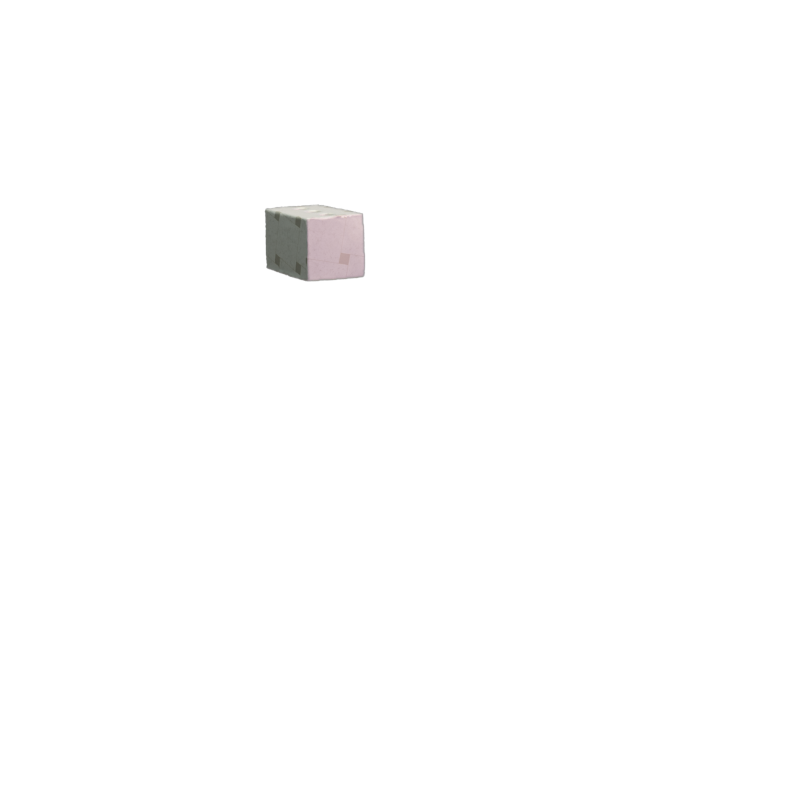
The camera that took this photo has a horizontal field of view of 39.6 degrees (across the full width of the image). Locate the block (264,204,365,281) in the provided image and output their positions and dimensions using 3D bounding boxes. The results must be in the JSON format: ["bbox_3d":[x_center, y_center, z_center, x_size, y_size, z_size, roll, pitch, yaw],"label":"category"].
[{"bbox_3d":[-0.070,-0.127,0.893,0.051,0.050,0.082,-7,16,-30],"label":"block"}]
